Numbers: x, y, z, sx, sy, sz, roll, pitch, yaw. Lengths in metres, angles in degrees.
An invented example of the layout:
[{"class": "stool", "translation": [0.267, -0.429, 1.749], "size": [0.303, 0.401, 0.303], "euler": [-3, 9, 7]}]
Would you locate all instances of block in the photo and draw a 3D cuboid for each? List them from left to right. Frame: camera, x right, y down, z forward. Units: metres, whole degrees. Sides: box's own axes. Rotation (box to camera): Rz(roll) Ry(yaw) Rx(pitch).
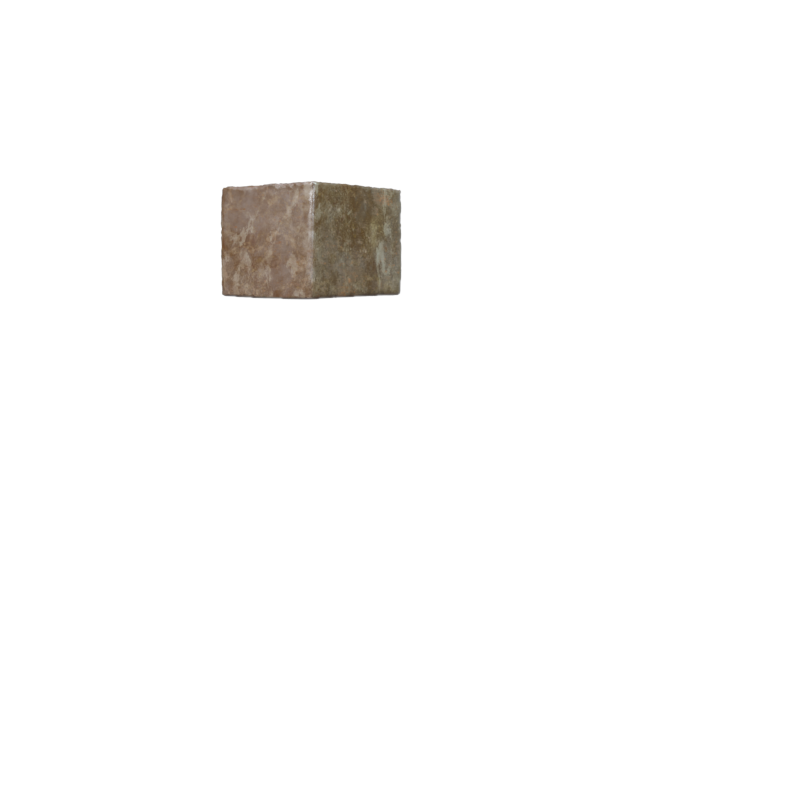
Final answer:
[{"class": "block", "translation": [-0.041, -0.074, 0.519], "size": [0.055, 0.051, 0.076], "euler": [2, 5, 31]}]
